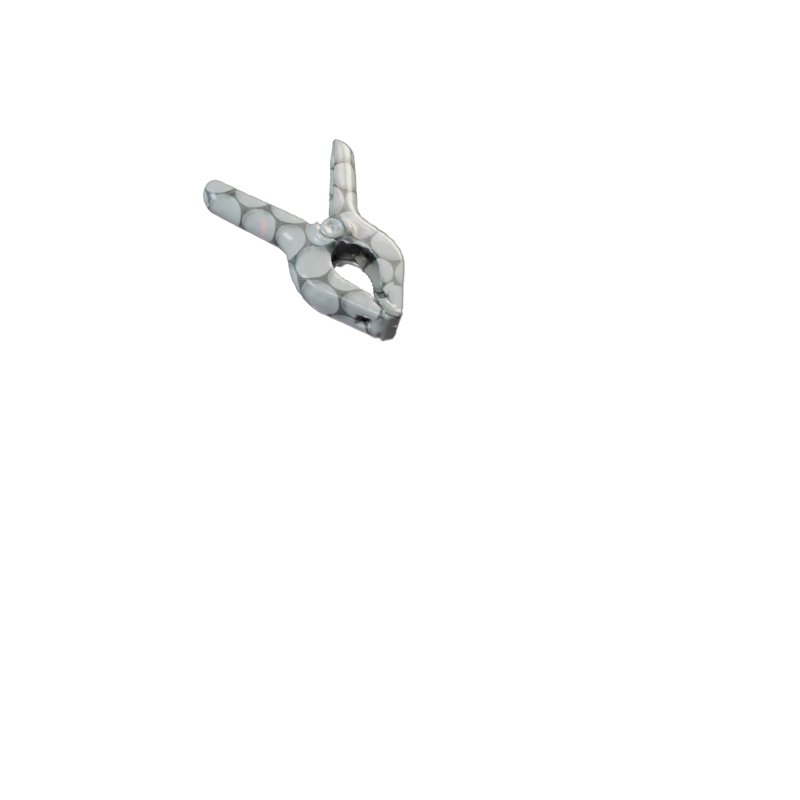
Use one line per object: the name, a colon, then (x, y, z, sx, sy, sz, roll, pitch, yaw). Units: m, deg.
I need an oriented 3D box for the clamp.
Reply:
clamp: (-0.060, -0.110, 0.770, 0.119, 0.185, 0.037, -19, -35, -14)
